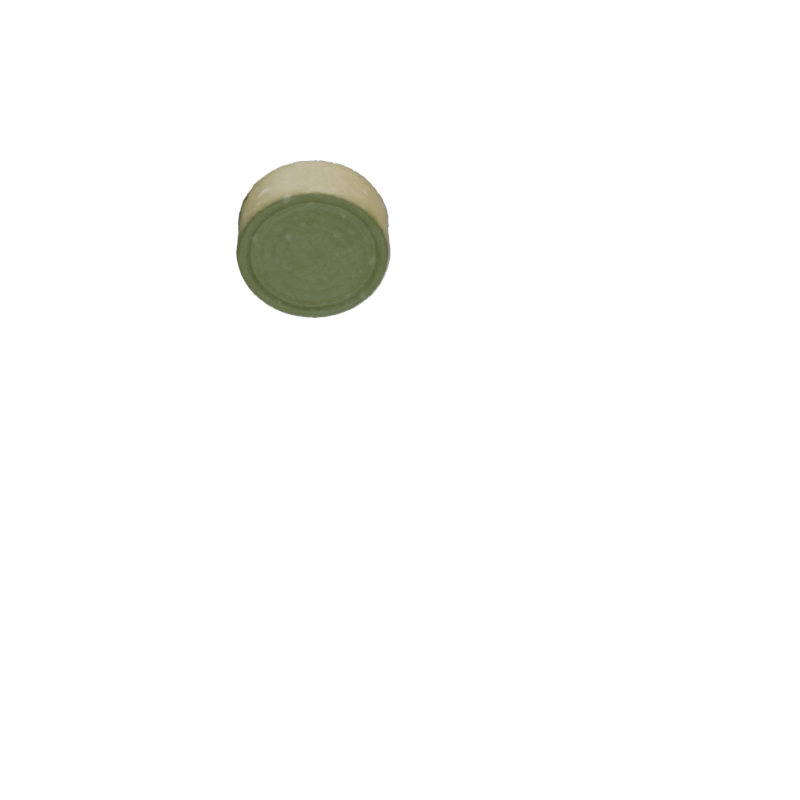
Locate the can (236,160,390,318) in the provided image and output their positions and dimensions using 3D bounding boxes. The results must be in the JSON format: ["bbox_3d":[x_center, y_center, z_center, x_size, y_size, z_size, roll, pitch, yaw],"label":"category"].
[{"bbox_3d":[-0.048,-0.088,0.616,0.086,0.080,0.036,1,36,-1],"label":"can"}]
